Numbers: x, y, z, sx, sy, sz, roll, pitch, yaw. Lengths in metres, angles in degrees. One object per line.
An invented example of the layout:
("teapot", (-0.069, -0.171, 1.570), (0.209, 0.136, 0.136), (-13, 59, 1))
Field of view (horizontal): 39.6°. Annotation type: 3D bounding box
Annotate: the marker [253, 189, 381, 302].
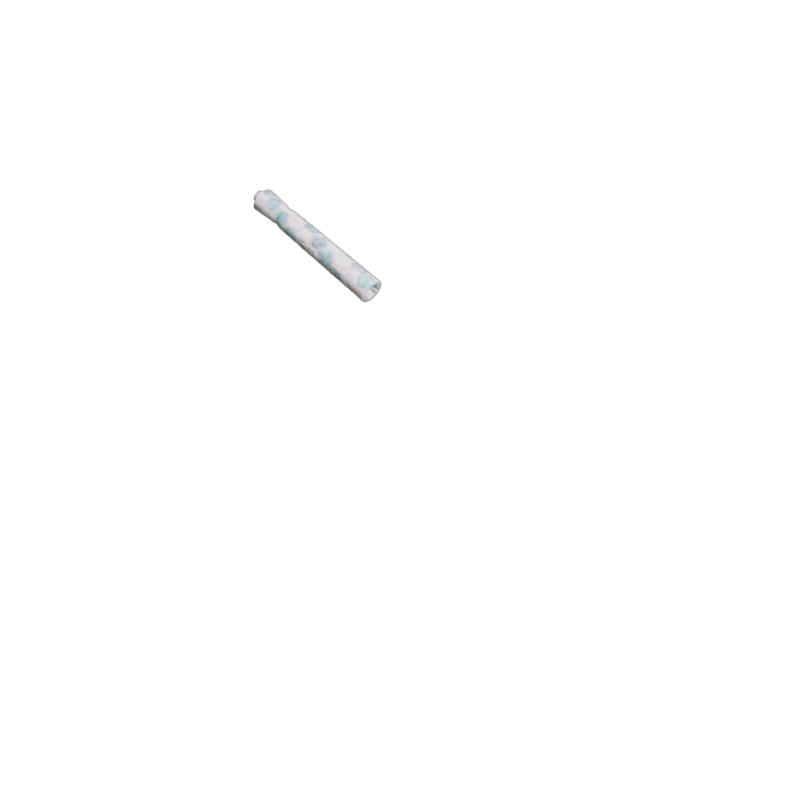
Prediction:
("marker", (-0.062, -0.113, 0.792), (0.128, 0.019, 0.019), (42, 24, 26))
